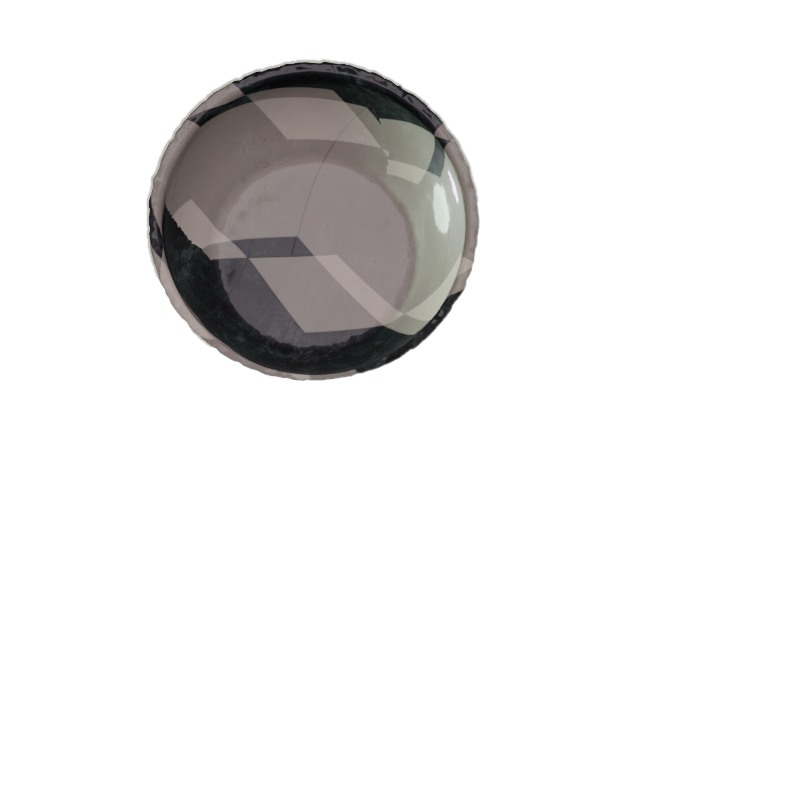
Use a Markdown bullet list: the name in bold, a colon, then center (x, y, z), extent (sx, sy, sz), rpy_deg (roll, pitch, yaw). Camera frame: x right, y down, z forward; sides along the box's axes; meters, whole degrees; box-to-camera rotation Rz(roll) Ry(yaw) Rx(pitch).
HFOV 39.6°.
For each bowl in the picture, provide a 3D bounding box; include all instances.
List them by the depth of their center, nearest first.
- **bowl**: center (-0.040, -0.074, 0.516), extent (0.162, 0.156, 0.057), rpy_deg (0, 18, -1)
